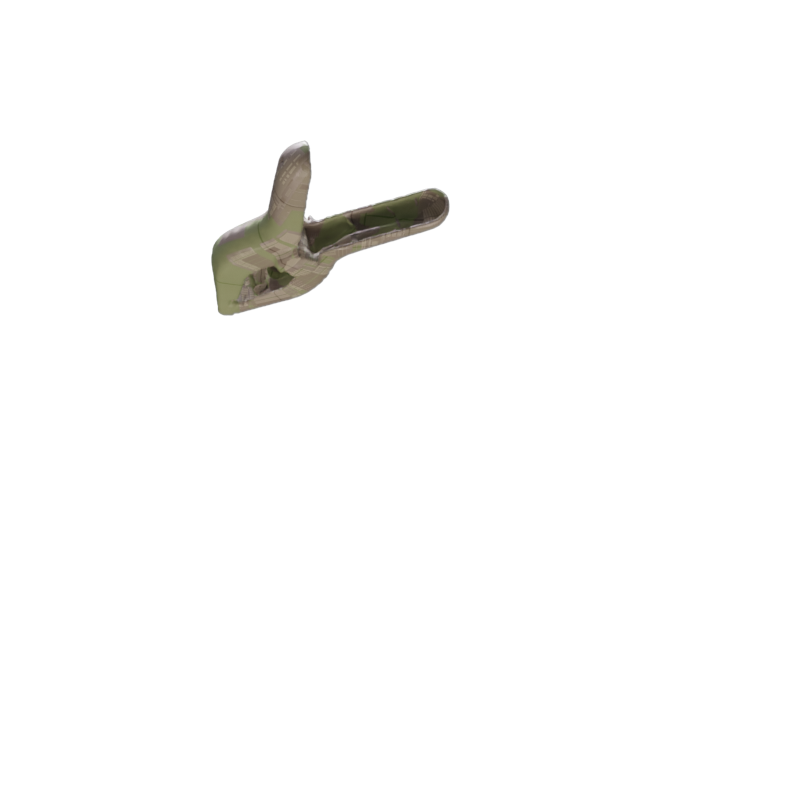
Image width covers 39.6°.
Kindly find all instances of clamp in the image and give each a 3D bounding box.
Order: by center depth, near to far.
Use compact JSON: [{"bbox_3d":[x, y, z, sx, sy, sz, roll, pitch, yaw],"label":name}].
[{"bbox_3d":[-0.054,-0.099,0.694,0.115,0.042,0.169,15,-29,-29],"label":"clamp"}]
